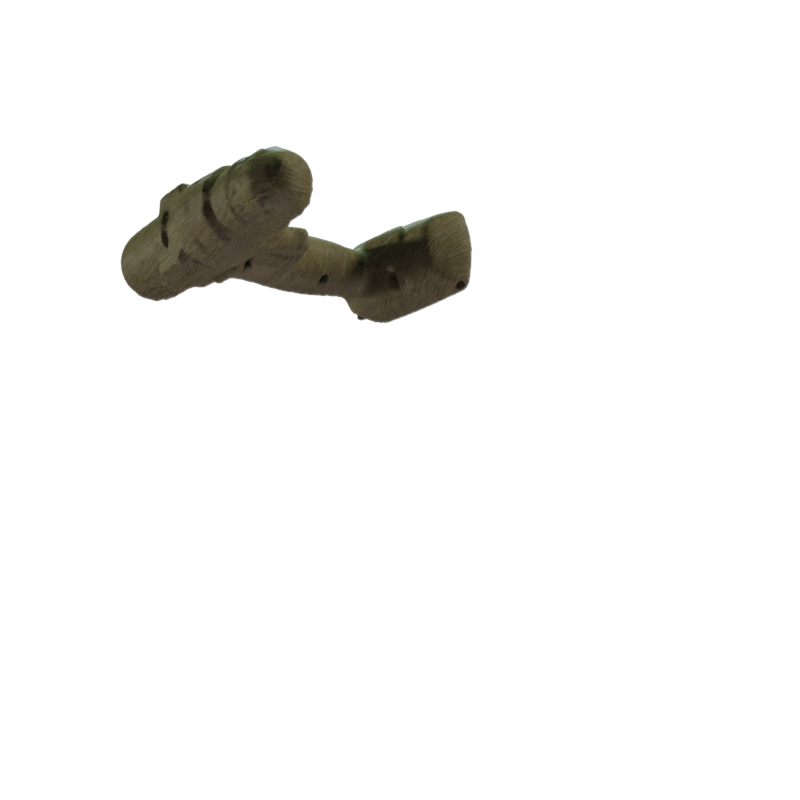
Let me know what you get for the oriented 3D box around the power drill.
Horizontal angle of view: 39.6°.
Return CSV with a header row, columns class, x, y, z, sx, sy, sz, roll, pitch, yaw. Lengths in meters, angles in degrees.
class,x,y,z,sx,sy,sz,roll,pitch,yaw
power drill,-0.052,-0.094,0.661,0.179,0.059,0.186,7,-13,-34
